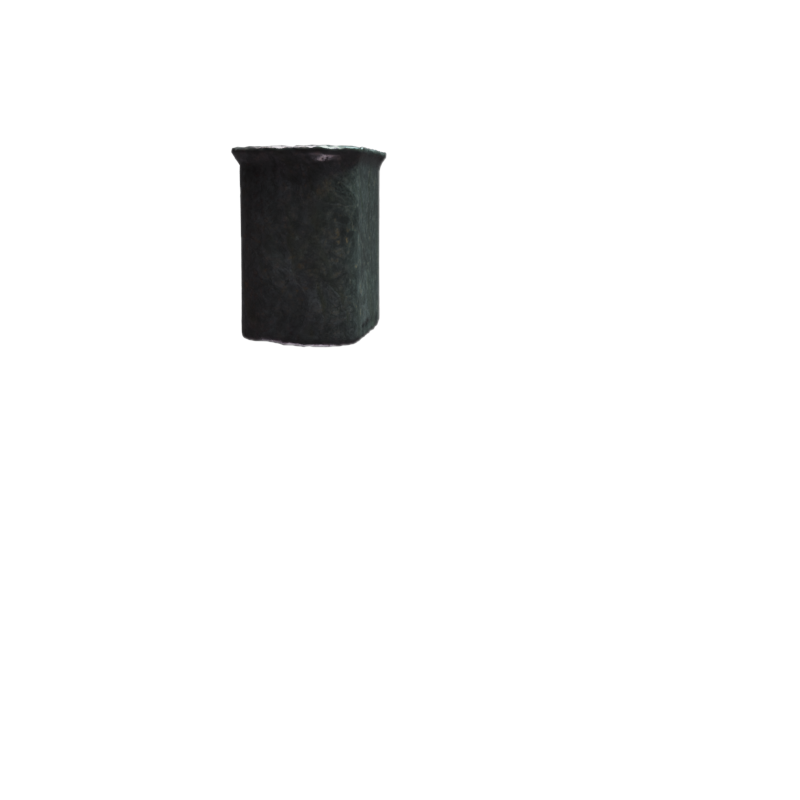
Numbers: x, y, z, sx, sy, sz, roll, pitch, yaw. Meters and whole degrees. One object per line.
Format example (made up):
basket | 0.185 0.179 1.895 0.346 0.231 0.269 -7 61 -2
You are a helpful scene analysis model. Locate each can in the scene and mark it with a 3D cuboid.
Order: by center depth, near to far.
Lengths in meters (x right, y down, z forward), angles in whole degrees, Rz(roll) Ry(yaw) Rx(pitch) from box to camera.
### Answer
can | -0.039 -0.072 0.504 0.058 0.083 0.102 1 7 8
